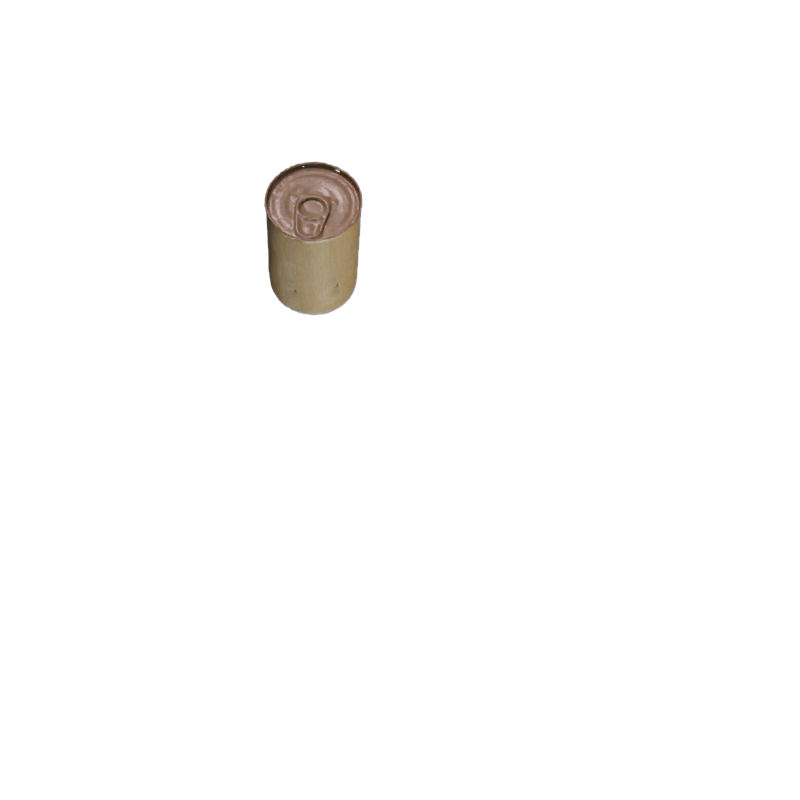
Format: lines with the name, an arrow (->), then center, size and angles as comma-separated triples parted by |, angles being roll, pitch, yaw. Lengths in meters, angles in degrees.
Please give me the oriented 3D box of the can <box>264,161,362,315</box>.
can -> -0.063, -0.115, 0.805 | 0.068, 0.073, 0.096 | 0, -30, -3
